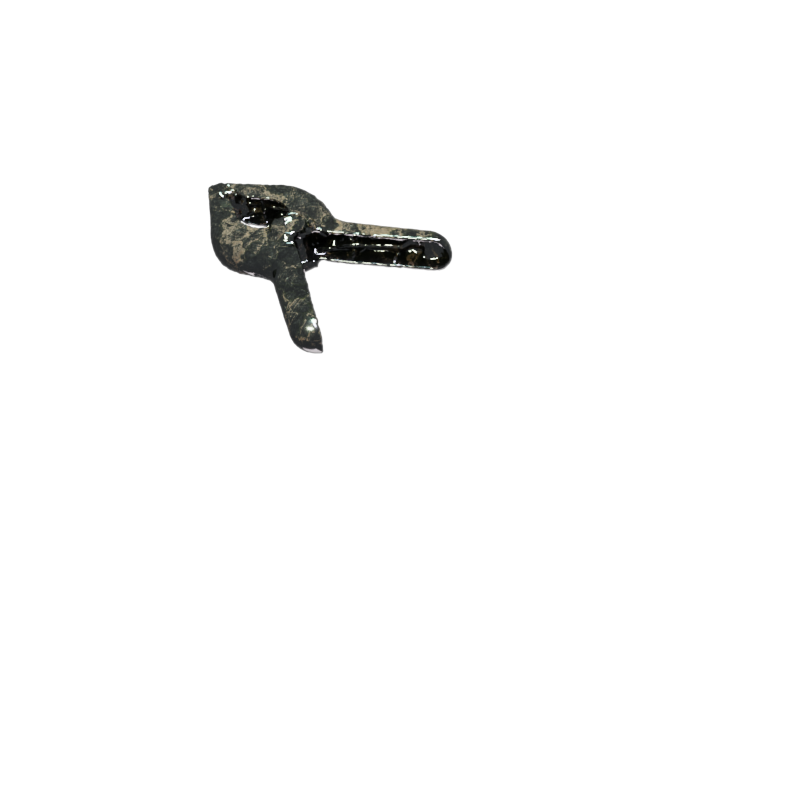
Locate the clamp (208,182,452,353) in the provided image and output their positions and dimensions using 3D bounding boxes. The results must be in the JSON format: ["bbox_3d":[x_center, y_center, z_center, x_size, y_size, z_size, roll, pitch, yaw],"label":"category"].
[{"bbox_3d":[-0.055,-0.100,0.700,0.119,0.037,0.185,-23,45,-26],"label":"clamp"}]
